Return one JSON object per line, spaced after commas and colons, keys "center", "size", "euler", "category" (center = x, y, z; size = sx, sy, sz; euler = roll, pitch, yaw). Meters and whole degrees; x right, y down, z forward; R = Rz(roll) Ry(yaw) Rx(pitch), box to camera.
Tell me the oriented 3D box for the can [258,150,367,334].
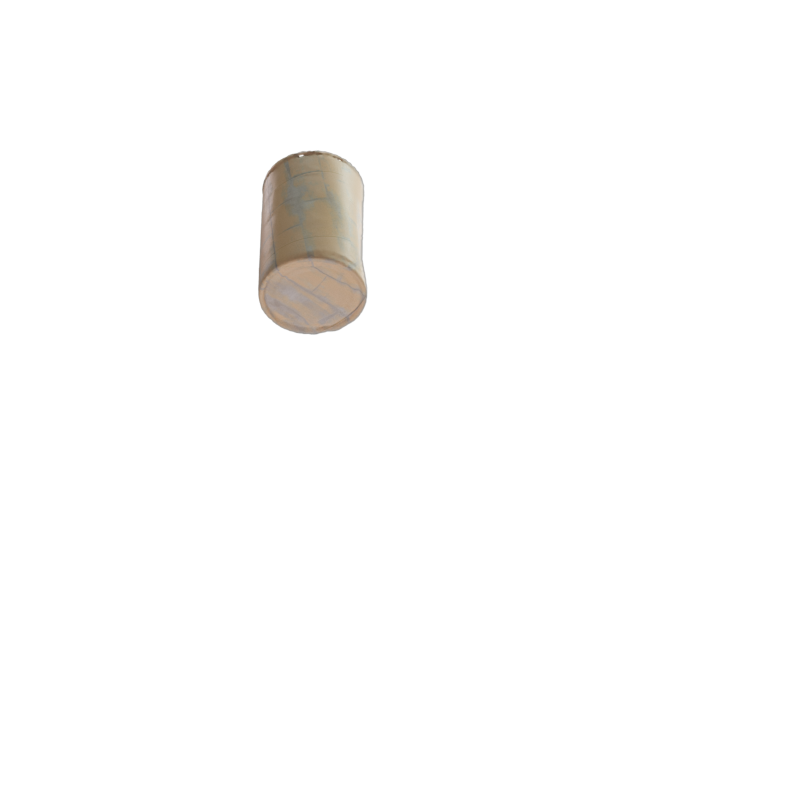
{"center": [-0.055, -0.100, 0.701], "size": [0.068, 0.110, 0.064], "euler": [-1, -44, -3], "category": "can"}
